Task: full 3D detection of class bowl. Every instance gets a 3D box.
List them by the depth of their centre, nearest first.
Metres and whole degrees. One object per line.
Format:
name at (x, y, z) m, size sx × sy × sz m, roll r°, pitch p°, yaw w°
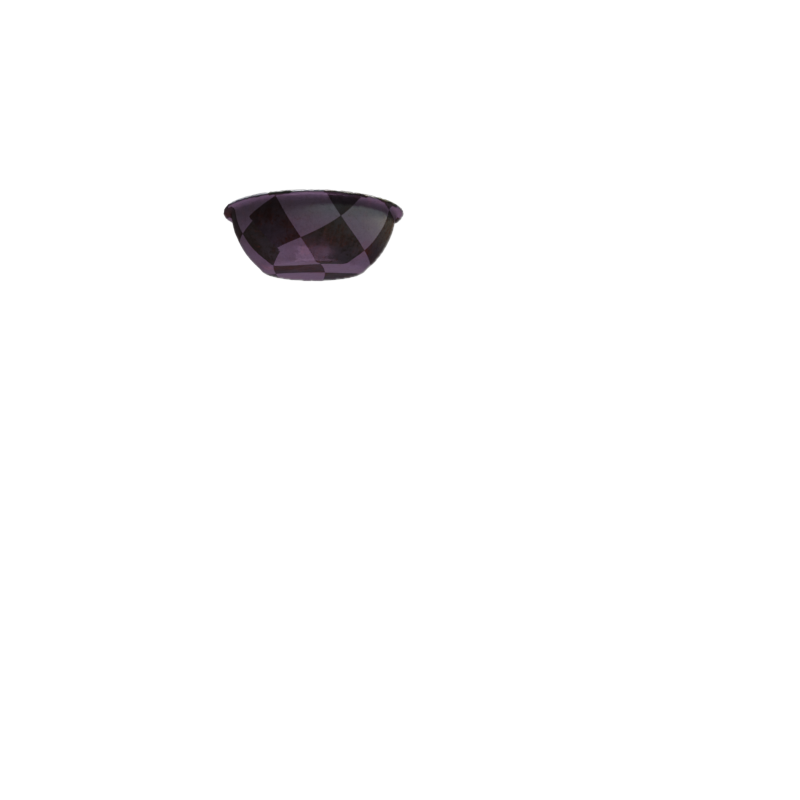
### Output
bowl at (-0.077, -0.141, 0.987) m, size 0.162 × 0.056 × 0.159 m, roll 0°, pitch -6°, yaw -2°
